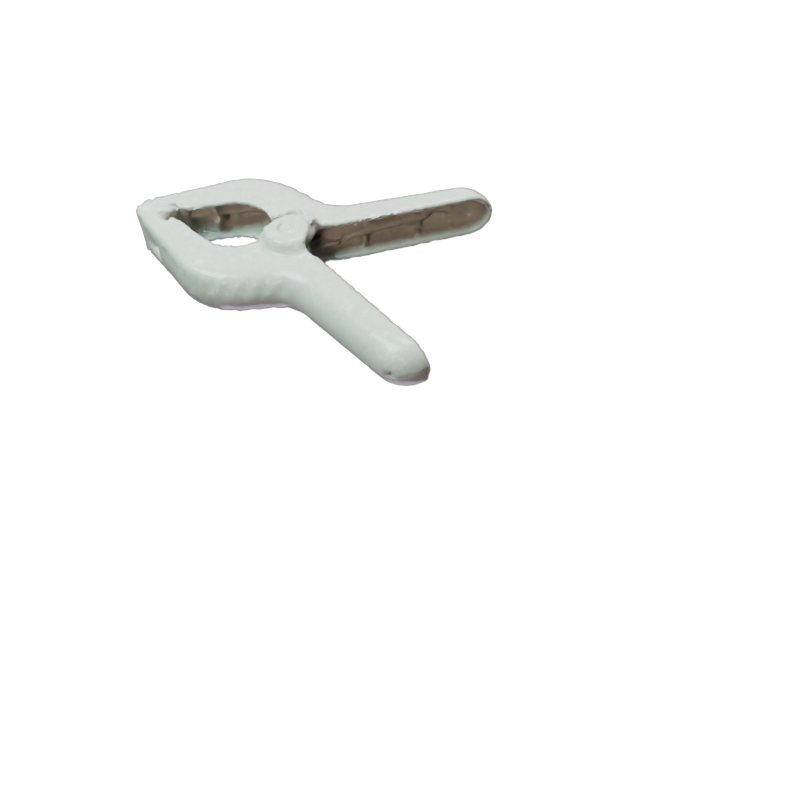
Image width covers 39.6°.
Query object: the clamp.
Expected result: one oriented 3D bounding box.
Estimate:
[{"bbox_3d":[-0.042,-0.077,0.537,0.179,0.036,0.124,21,47,20],"label":"clamp"}]
